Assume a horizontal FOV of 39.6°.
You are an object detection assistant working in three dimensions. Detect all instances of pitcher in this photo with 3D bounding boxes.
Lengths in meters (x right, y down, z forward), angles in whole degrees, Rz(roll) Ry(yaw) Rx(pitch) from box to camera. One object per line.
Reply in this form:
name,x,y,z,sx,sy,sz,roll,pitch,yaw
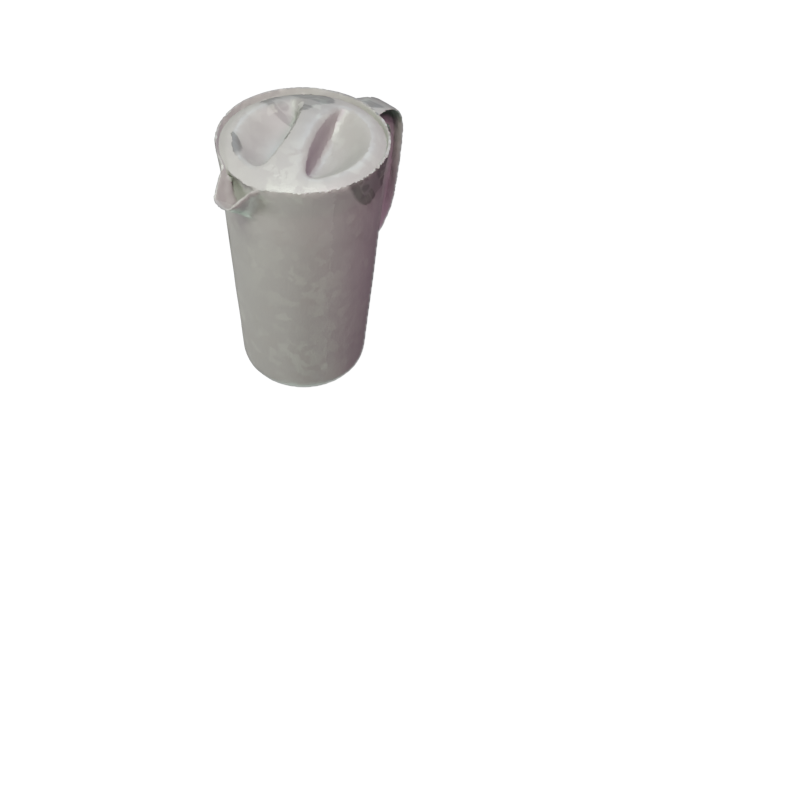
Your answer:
pitcher,-0.072,-0.131,0.918,0.149,0.156,0.226,0,-43,-3
